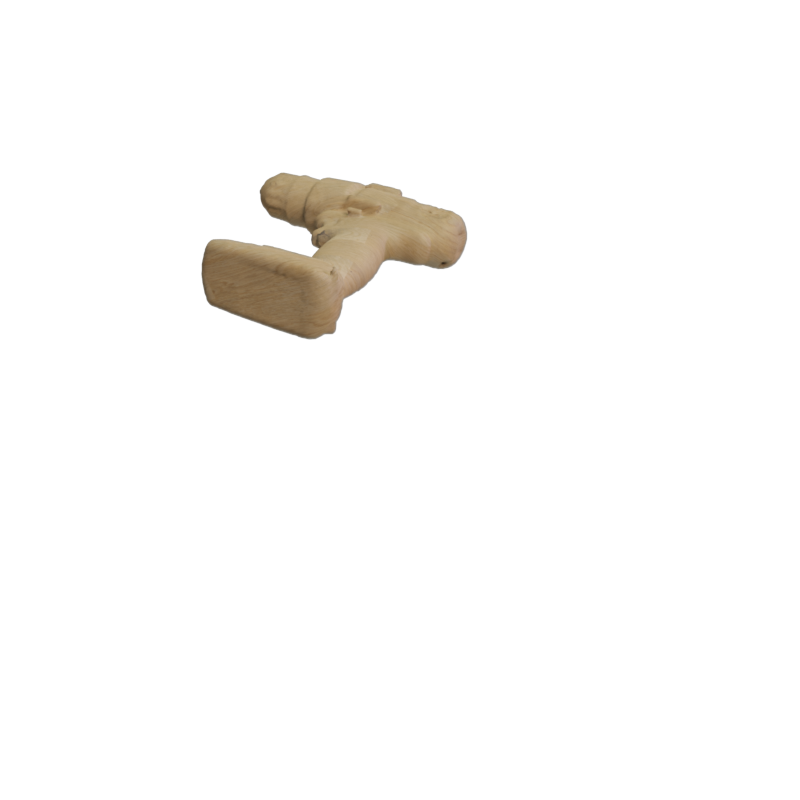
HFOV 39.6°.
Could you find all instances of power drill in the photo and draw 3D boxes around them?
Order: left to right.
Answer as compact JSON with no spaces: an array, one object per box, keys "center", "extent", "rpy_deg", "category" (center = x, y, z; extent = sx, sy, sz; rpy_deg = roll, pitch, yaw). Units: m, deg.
[{"center":[-0.066,-0.120,0.842],"extent":[0.193,0.054,0.190],"rpy_deg":[16,34,26],"category":"power drill"}]
